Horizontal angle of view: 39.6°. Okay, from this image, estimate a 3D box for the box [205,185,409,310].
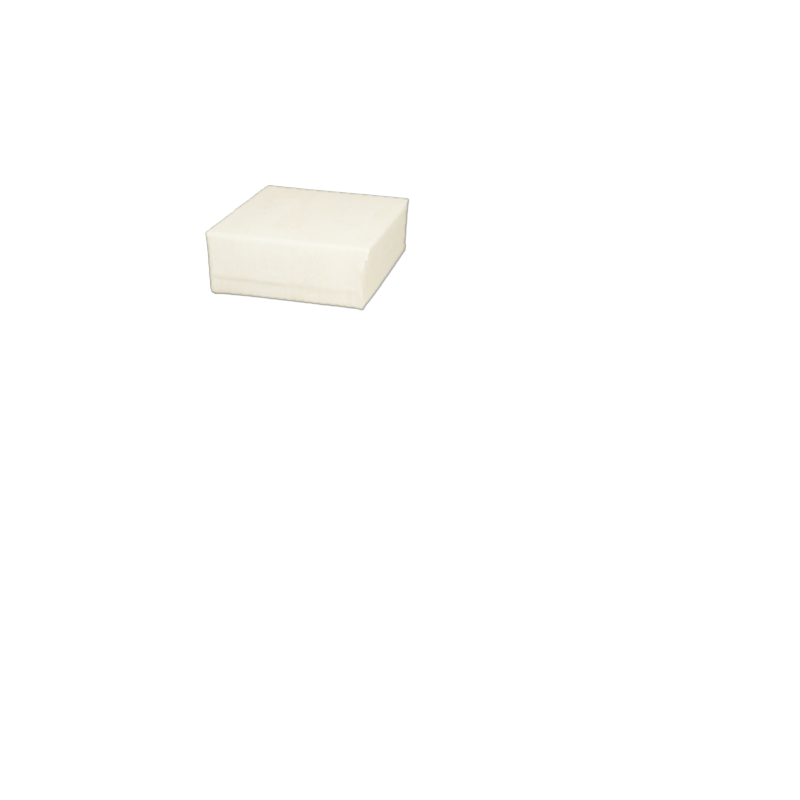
[{"bbox_3d":[-0.049,-0.090,0.627,0.092,0.037,0.117,6,26,11],"label":"box"}]
